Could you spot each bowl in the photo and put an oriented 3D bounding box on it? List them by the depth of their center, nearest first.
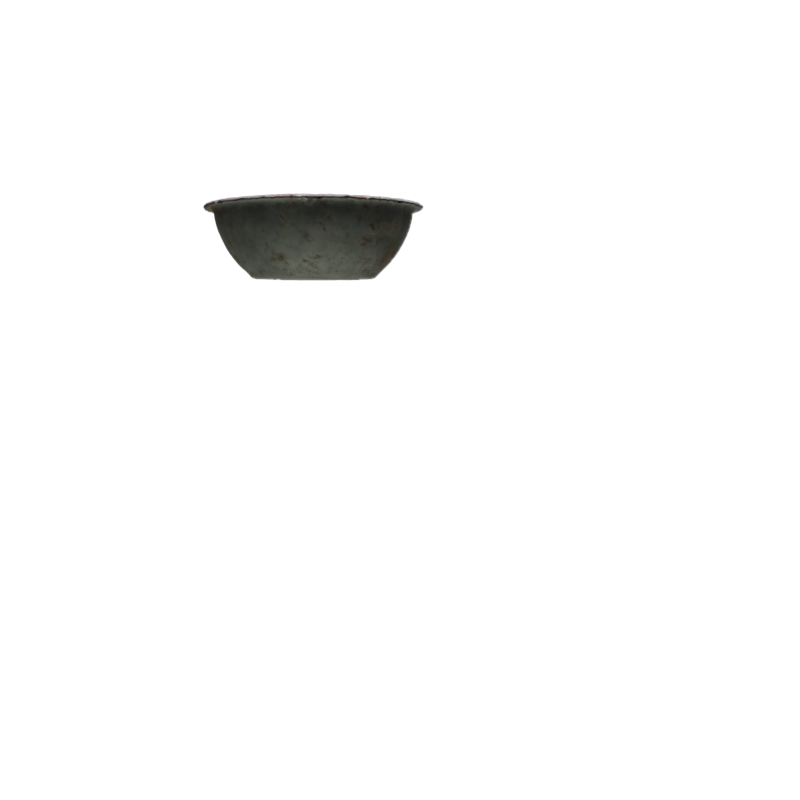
[{"bbox_3d":[-0.064,-0.117,0.817,0.162,0.055,0.162,0,4,-2],"label":"bowl"}]
